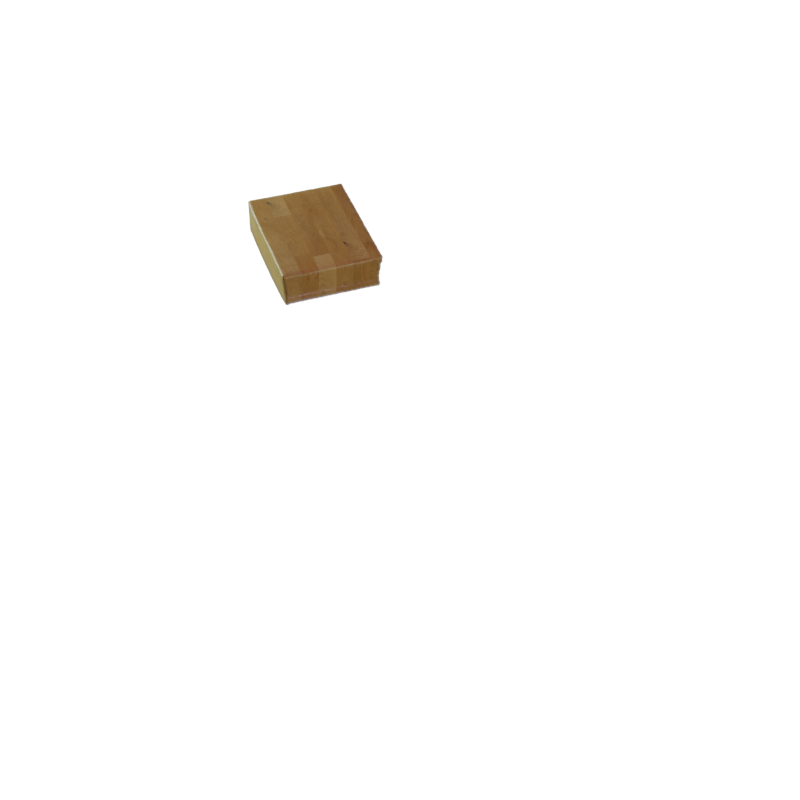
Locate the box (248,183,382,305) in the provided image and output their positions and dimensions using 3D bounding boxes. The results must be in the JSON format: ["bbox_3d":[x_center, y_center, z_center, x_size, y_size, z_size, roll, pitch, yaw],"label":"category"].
[{"bbox_3d":[-0.077,-0.139,0.976,0.089,0.036,0.123,-14,48,-14],"label":"box"}]
